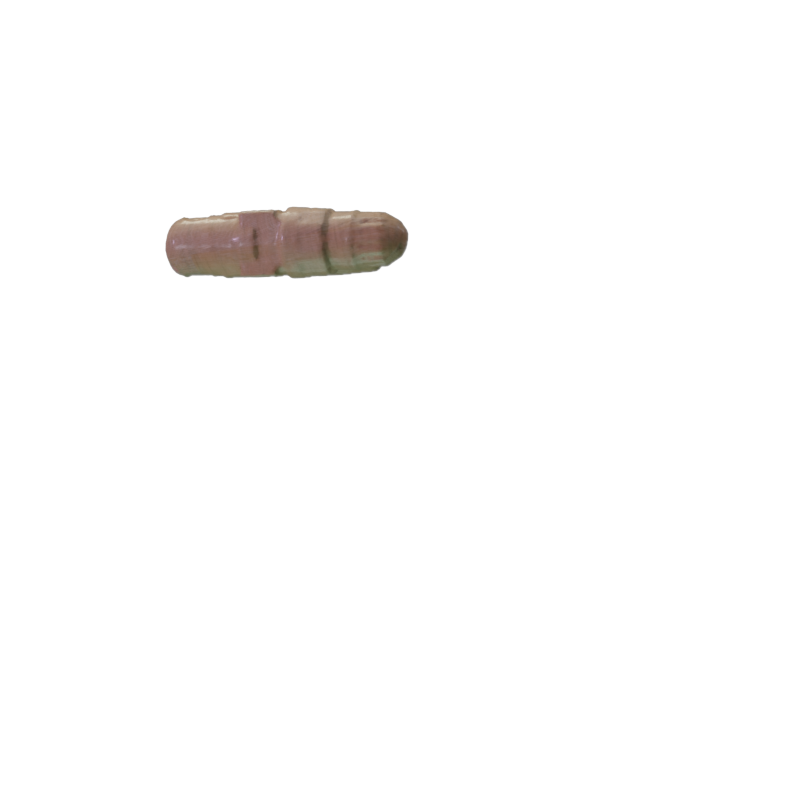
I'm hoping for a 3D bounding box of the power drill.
[{"bbox_3d":[-0.069,-0.126,0.879,0.188,0.057,0.185,2,6,16],"label":"power drill"}]
